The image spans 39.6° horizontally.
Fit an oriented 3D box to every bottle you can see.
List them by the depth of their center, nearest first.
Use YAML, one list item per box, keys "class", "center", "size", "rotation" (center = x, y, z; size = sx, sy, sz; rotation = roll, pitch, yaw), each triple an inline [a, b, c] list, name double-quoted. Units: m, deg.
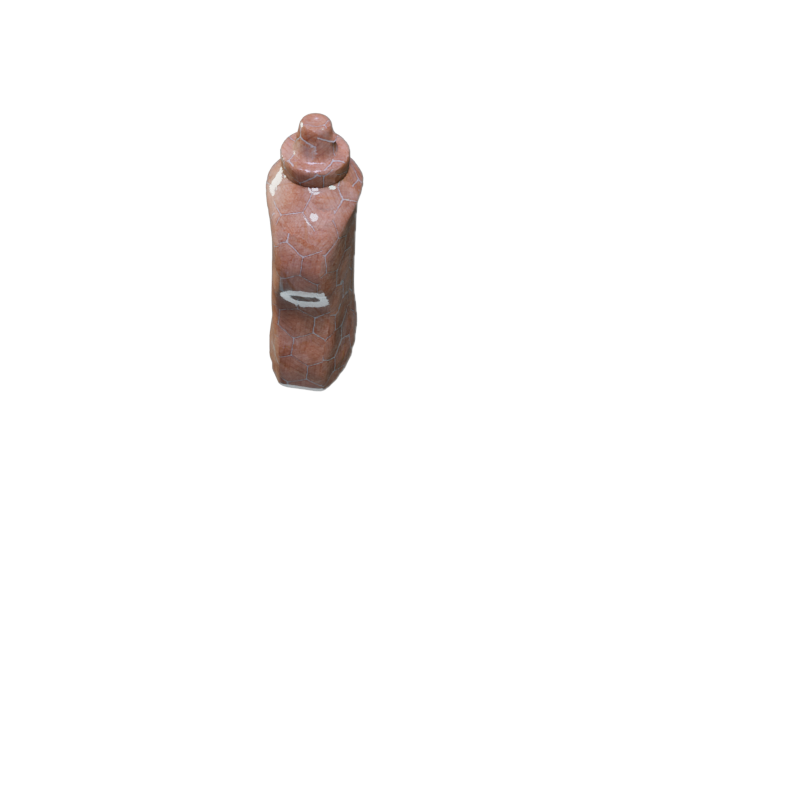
- class: "bottle"
  center: [-0.054, -0.099, 0.695]
  size: [0.059, 0.102, 0.179]
  rotation: [9, -41, 4]
